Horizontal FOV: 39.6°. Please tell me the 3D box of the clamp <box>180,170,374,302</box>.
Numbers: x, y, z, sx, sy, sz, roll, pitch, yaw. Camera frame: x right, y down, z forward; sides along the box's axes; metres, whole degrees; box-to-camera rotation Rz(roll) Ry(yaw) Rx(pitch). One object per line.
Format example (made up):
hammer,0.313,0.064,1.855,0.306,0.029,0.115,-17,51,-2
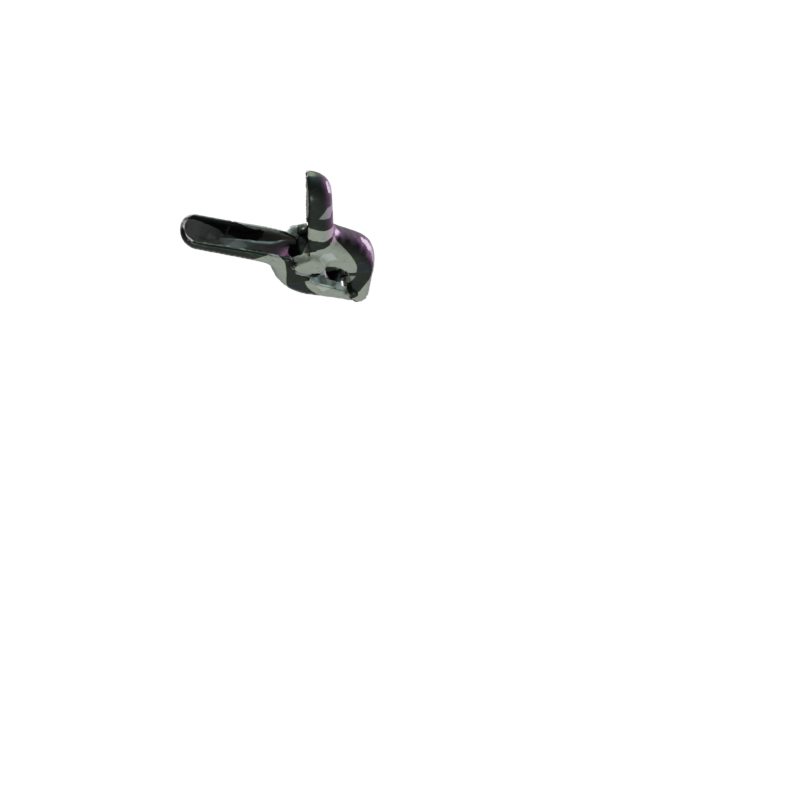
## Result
clamp,-0.064,-0.117,0.822,0.122,0.041,0.161,-13,-20,37
